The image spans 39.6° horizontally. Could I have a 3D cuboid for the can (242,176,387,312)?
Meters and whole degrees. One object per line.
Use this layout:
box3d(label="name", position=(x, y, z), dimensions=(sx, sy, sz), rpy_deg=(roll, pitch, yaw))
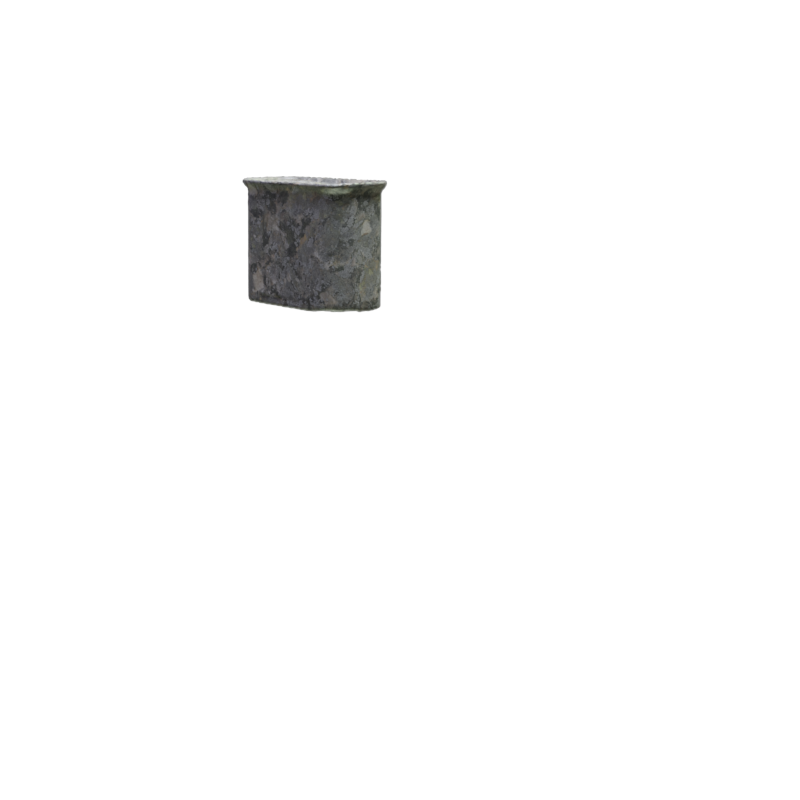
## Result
box3d(label="can", position=(-0.058, -0.106, 0.741), dimensions=(0.107, 0.082, 0.056), rpy_deg=(11, 14, 43))
